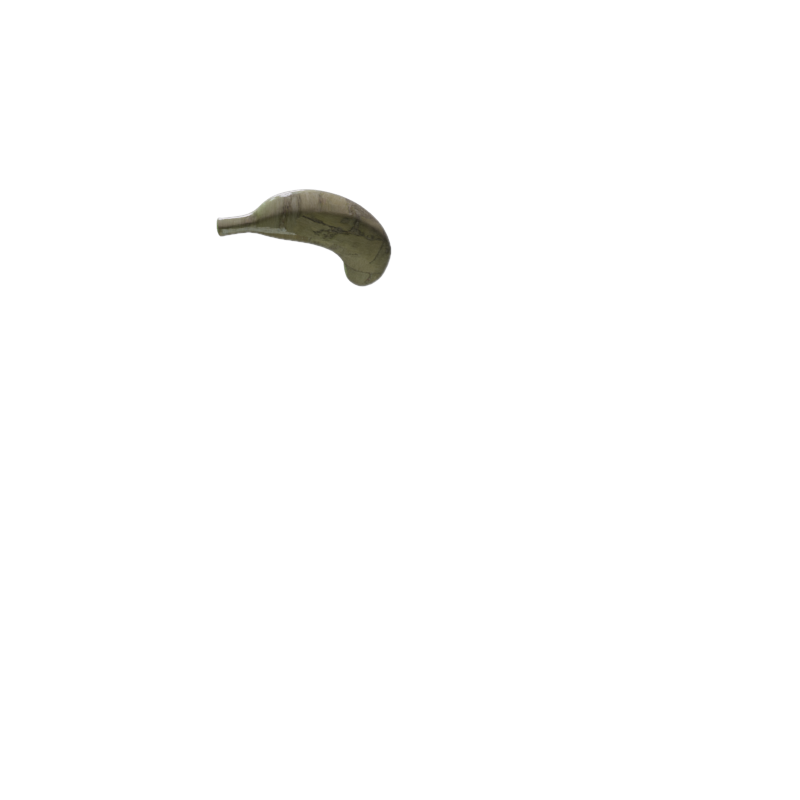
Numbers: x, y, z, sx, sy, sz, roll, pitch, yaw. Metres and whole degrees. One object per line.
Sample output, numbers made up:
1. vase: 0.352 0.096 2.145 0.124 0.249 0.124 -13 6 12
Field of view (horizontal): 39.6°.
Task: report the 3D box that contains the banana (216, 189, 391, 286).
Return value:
1. banana: -0.046 -0.114 0.773 0.071 0.038 0.187 -5 -9 27
